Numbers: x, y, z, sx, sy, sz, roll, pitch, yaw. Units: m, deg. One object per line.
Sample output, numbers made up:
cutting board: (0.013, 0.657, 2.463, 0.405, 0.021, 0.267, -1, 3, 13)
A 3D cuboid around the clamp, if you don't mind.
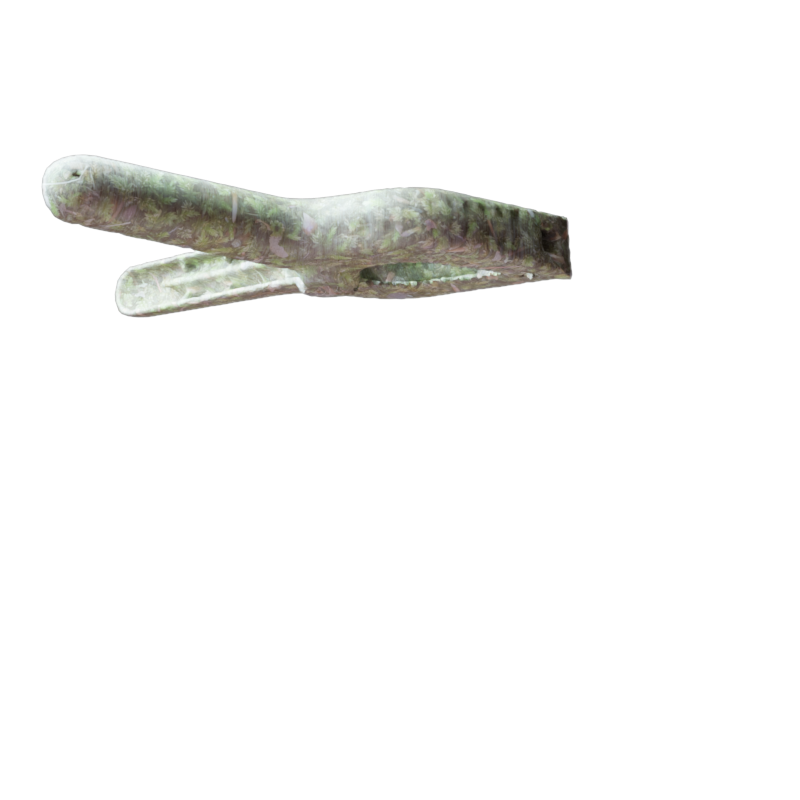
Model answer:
clamp: (-0.035, -0.065, 0.453, 0.211, 0.037, 0.158, -1, -9, 5)
